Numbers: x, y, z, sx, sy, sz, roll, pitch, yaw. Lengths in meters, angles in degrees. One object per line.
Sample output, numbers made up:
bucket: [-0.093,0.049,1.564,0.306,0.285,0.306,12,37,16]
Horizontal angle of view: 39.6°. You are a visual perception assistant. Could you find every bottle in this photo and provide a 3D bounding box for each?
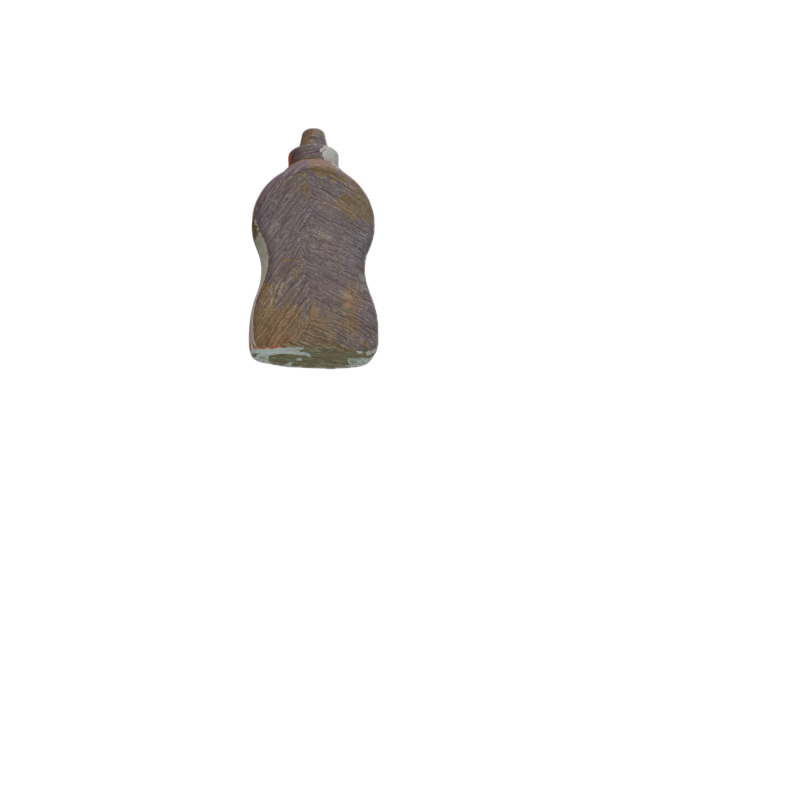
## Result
bottle: [-0.067,-0.123,0.863,0.095,0.202,0.056,2,-22,-8]
